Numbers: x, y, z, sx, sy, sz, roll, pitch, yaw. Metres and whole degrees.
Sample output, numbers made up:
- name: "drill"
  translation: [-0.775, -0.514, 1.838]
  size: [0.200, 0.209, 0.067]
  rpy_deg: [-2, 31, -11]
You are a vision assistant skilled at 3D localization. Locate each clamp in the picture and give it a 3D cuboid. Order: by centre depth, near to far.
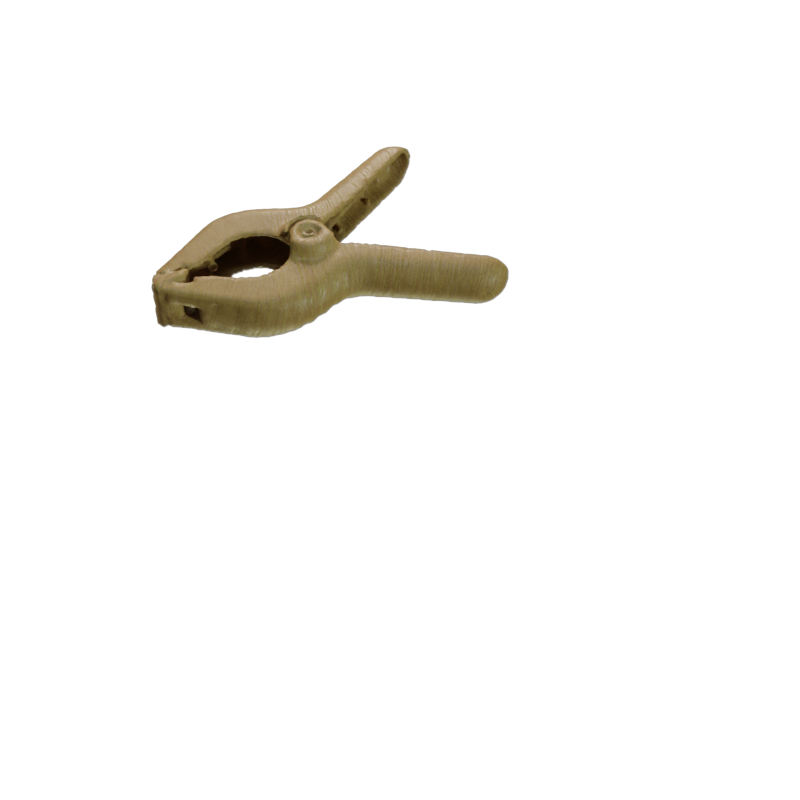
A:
- name: "clamp"
  translation: [-0.044, -0.081, 0.566]
  size: [0.169, 0.037, 0.130]
  rpy_deg: [-10, 40, -12]
